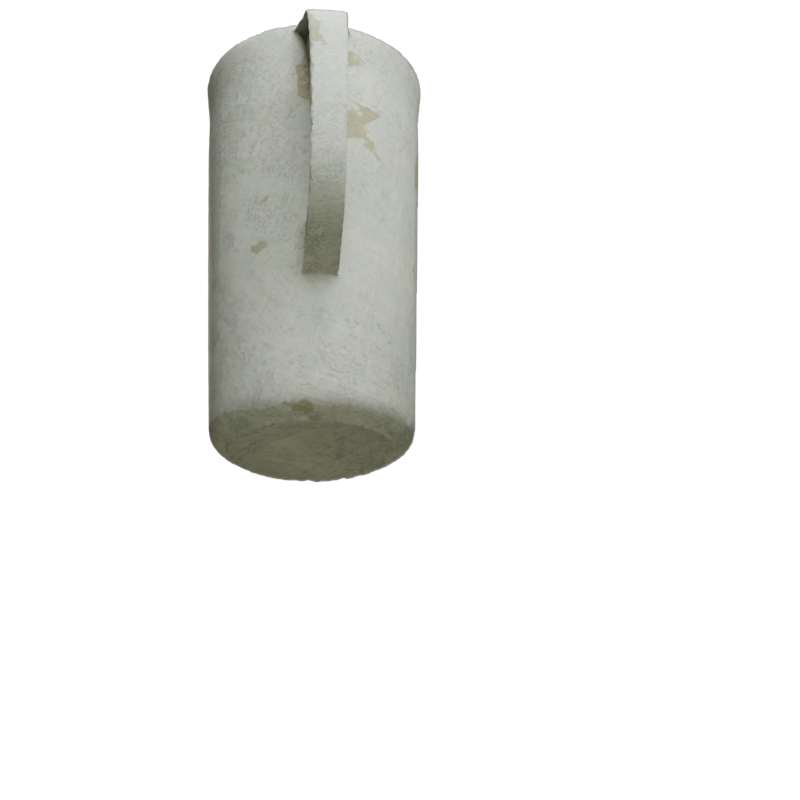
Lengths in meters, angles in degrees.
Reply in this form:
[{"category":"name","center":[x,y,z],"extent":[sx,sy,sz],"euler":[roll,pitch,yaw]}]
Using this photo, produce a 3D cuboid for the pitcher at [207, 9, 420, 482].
[{"category":"pitcher","center":[-0.049,-0.089,0.627],"extent":[0.146,0.259,0.139],"euler":[-21,-34,31]}]
